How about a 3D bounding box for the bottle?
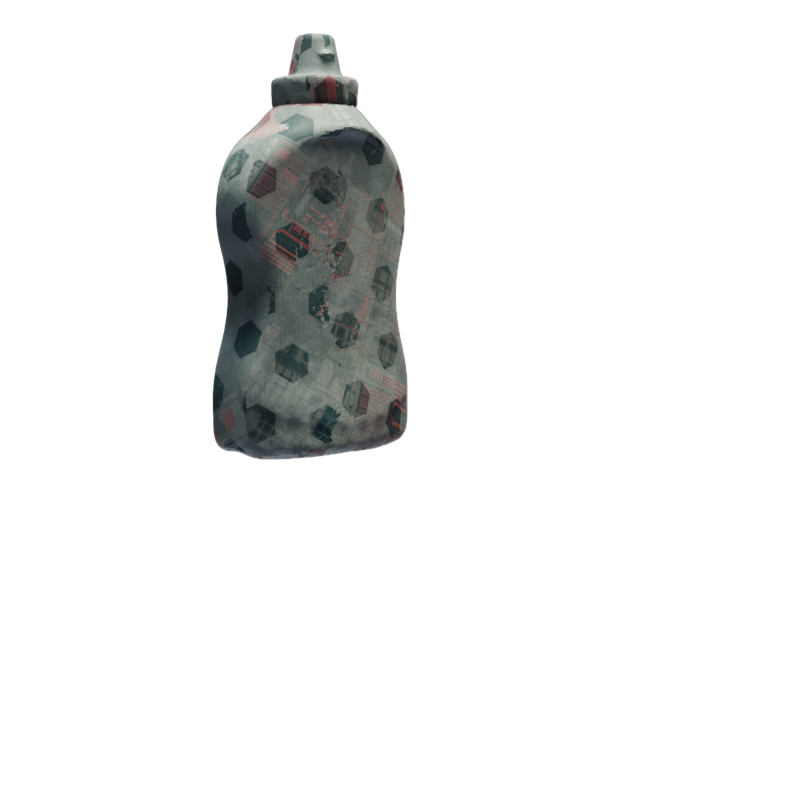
[{"bbox_3d":[-0.040,-0.074,0.517,0.092,0.192,0.061,-1,1,-38],"label":"bottle"}]
